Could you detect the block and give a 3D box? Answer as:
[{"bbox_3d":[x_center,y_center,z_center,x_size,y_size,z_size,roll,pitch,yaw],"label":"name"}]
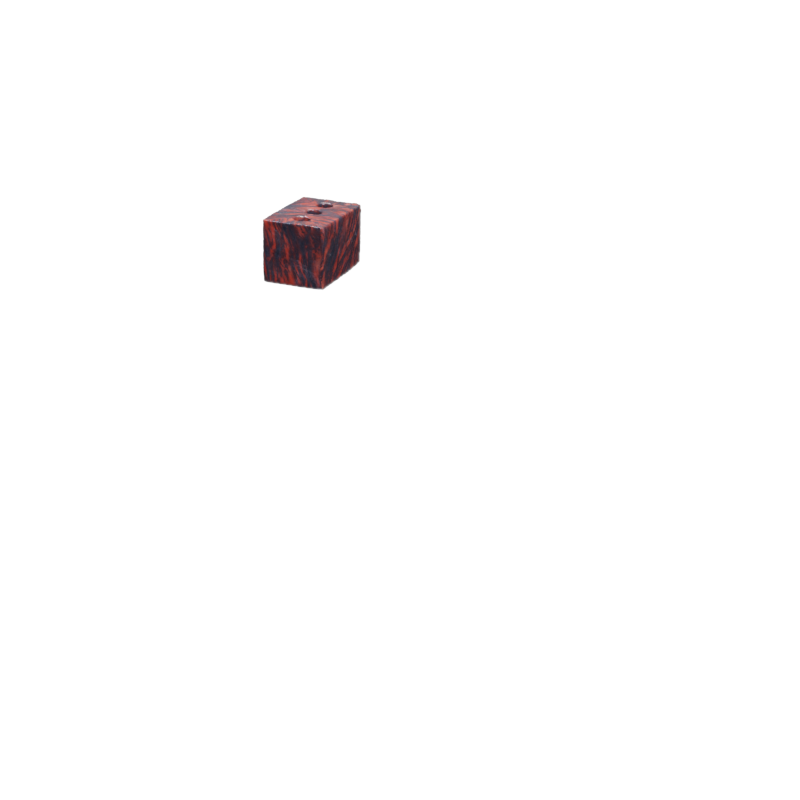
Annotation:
[{"bbox_3d":[-0.069,-0.126,0.880,0.054,0.049,0.079,8,24,19],"label":"block"}]
